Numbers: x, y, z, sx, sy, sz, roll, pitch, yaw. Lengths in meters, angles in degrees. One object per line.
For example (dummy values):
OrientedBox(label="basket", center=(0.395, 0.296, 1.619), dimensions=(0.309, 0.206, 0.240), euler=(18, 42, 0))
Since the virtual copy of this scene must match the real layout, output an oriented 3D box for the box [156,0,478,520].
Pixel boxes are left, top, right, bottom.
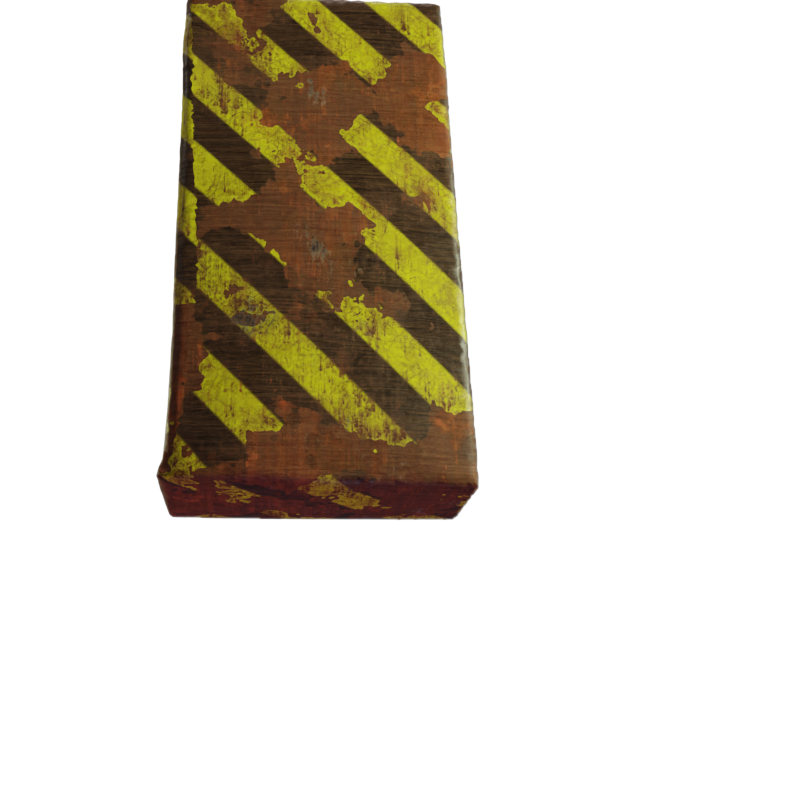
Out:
OrientedBox(label="box", center=(-0.029, -0.053, 0.369), dimensions=(0.093, 0.187, 0.045), euler=(1, -28, -5))
